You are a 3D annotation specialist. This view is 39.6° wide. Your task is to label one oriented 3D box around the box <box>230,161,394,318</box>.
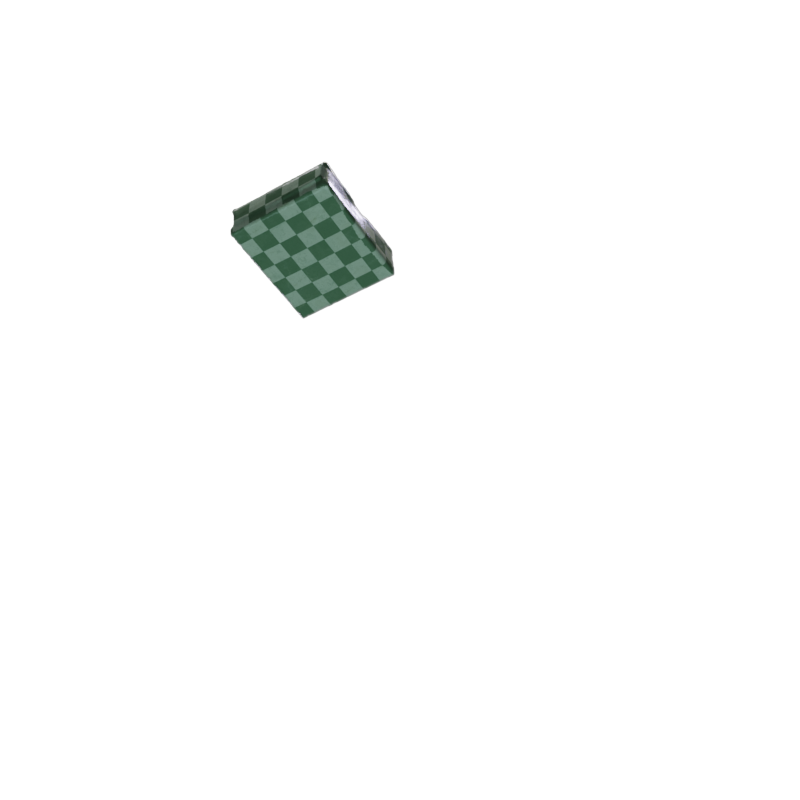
[{"bbox_3d":[-0.057,-0.104,0.728,0.073,0.083,0.032,-26,35,19],"label":"box"}]
